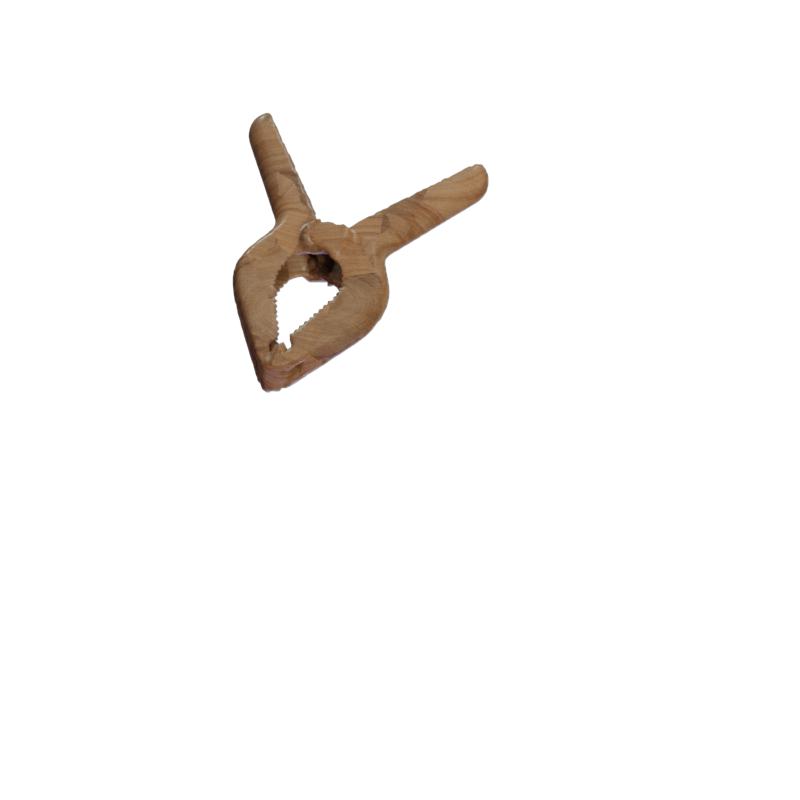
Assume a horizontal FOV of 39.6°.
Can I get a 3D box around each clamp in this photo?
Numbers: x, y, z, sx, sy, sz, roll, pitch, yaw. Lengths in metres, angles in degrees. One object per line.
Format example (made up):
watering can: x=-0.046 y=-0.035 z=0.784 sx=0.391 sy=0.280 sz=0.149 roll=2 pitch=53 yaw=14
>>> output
clamp: x=-0.054 y=-0.099 z=0.691 sx=0.170 sy=0.218 sz=0.034 roll=19 pitch=-36 yaw=14
